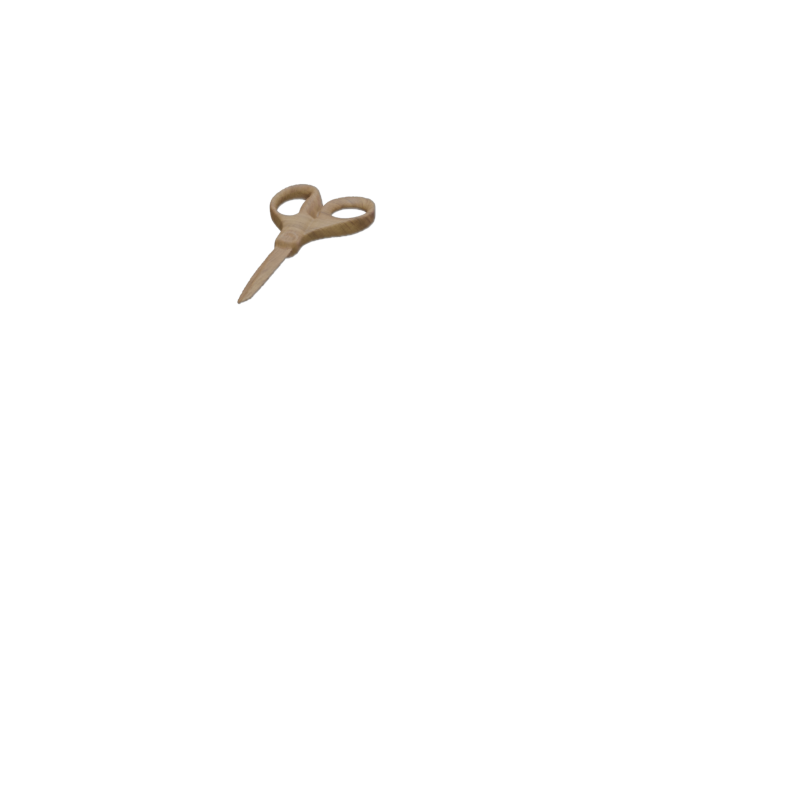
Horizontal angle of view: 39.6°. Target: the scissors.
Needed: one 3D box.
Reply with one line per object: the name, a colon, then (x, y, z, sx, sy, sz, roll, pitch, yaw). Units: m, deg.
scissors: (-0.067, -0.122, 0.854, 0.096, 0.015, 0.214, 0, 32, 0)
